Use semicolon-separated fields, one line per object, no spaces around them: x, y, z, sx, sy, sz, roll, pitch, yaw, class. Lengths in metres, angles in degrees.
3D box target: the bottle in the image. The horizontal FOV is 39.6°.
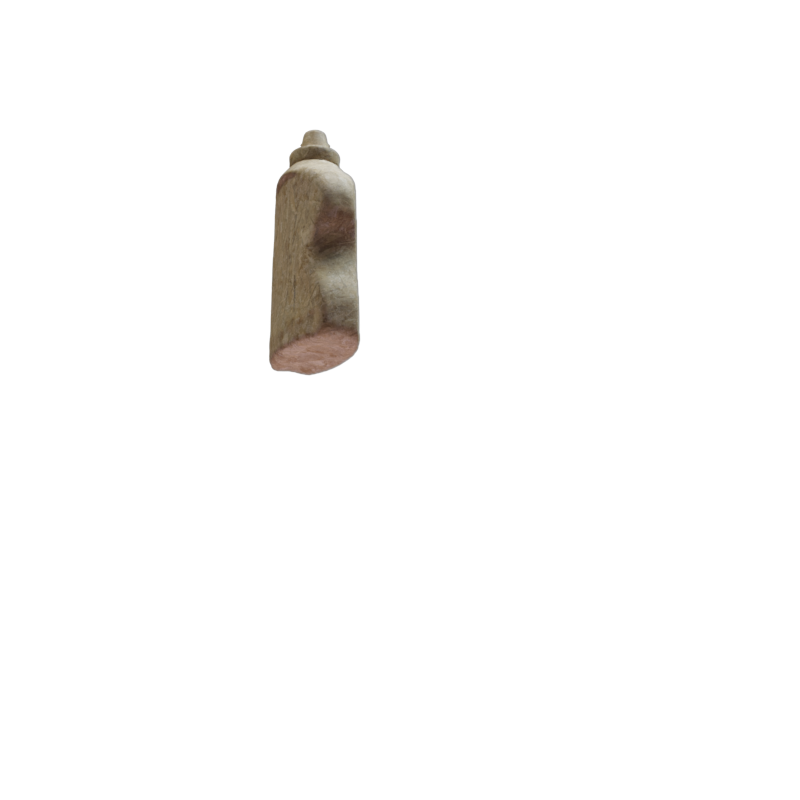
-0.067;-0.123;0.860;0.056;0.202;0.094;9;-24;-24;bottle
